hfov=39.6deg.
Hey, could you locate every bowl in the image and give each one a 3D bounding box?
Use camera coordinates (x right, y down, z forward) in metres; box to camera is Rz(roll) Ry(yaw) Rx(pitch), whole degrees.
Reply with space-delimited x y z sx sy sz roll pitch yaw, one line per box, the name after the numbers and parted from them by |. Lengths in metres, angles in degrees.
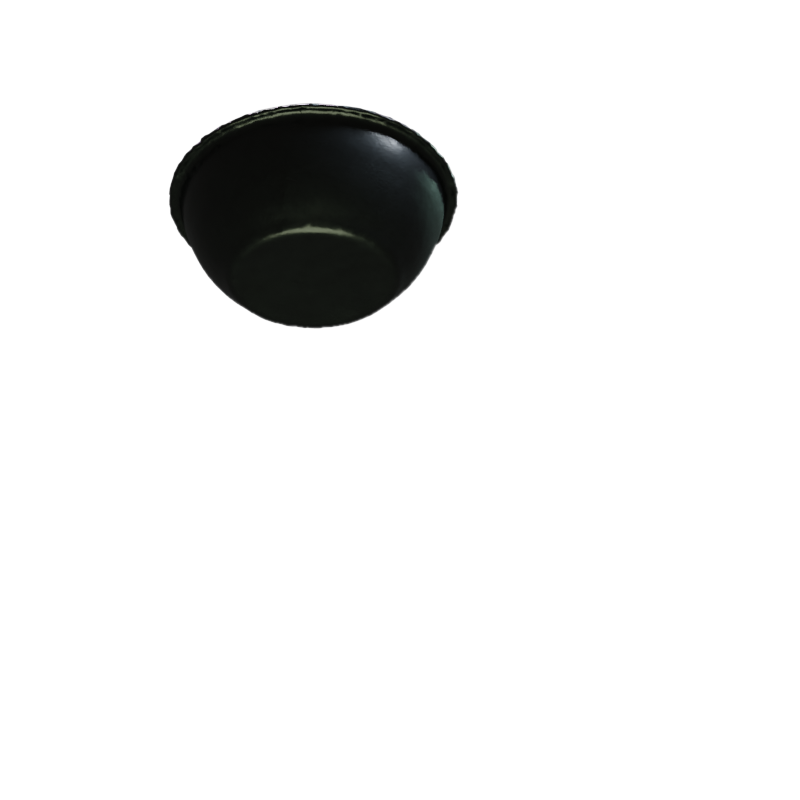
-0.048 -0.087 0.607 0.162 0.059 0.152 1 -33 -2 | bowl
